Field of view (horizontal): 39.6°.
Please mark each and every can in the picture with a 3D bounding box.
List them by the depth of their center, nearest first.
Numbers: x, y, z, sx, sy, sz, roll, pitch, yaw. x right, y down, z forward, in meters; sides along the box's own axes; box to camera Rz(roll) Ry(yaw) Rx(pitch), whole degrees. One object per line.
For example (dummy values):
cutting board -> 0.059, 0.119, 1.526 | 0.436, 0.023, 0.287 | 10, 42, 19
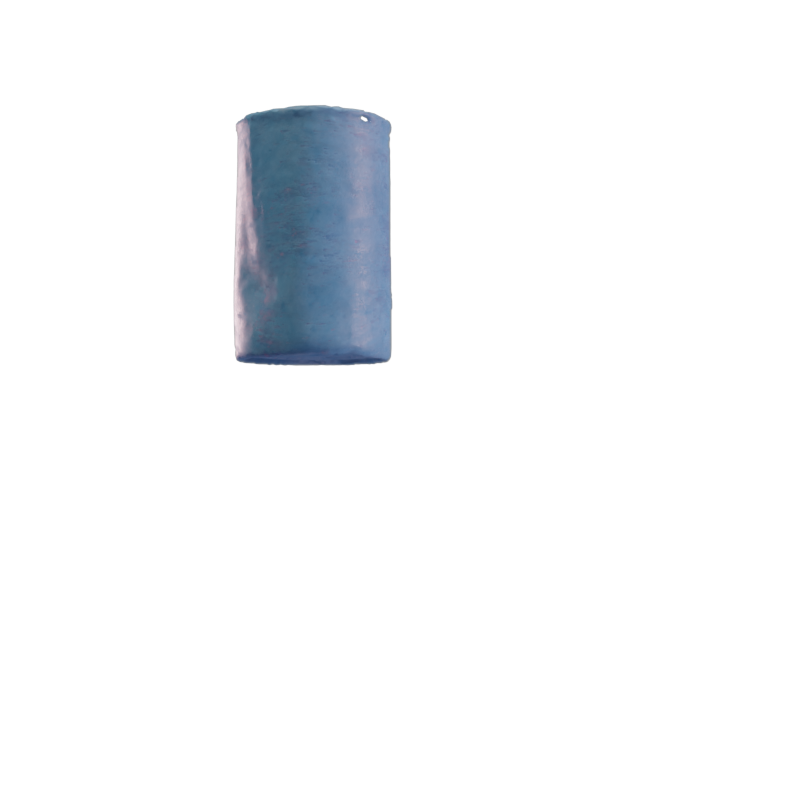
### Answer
can -> -0.037, -0.068, 0.474 | 0.068, 0.104, 0.067 | 0, -7, -2
